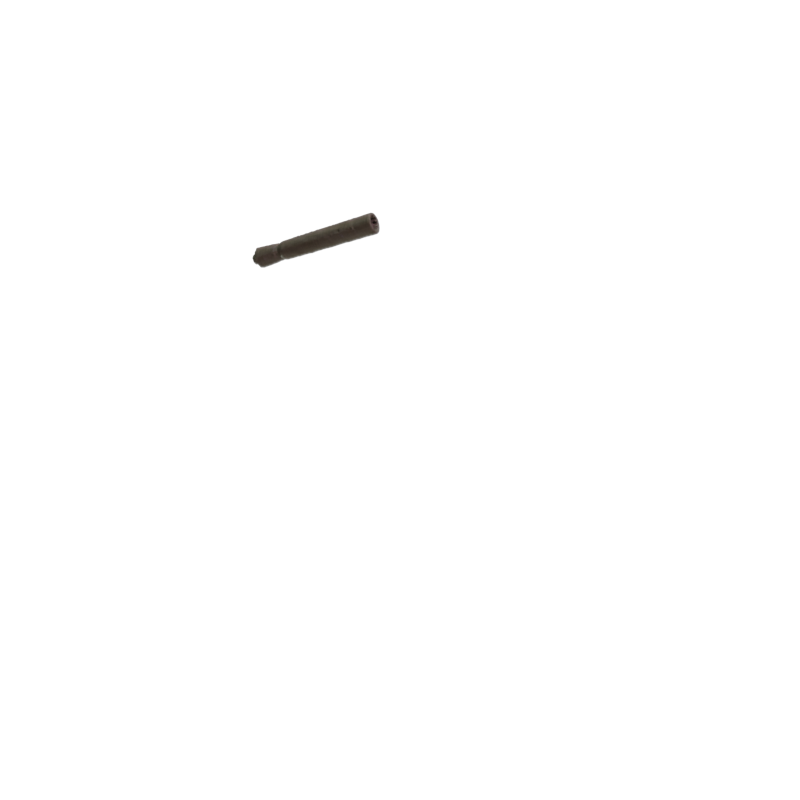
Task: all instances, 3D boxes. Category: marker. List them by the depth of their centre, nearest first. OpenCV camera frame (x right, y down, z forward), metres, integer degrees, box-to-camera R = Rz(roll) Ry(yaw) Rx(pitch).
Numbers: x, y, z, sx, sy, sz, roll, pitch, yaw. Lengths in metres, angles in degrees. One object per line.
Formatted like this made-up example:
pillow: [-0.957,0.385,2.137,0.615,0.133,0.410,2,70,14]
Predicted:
marker: [-0.075,-0.137,0.958,0.123,0.020,0.019,-13,-2,26]
